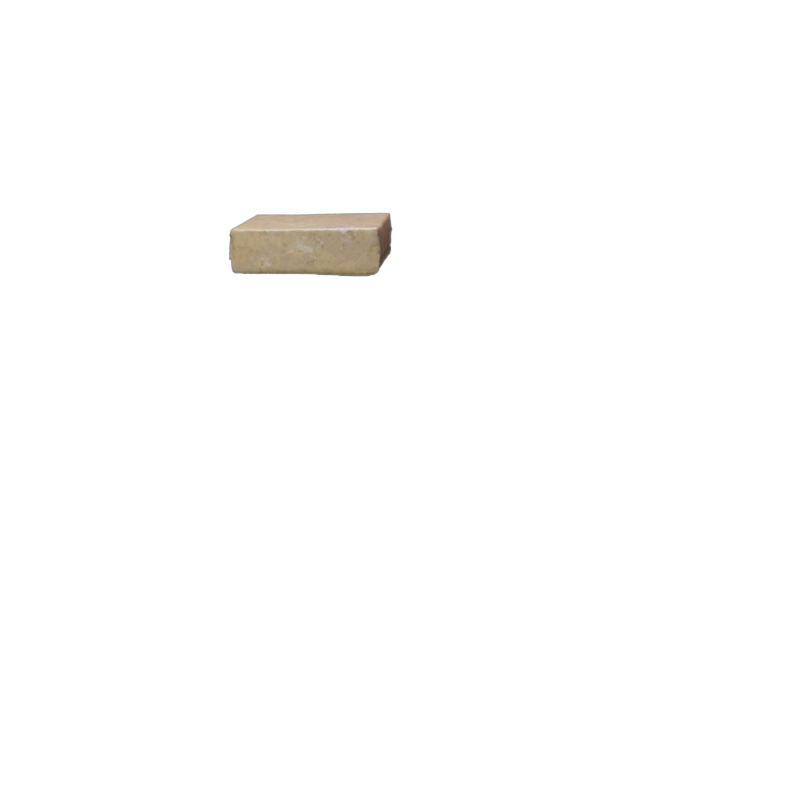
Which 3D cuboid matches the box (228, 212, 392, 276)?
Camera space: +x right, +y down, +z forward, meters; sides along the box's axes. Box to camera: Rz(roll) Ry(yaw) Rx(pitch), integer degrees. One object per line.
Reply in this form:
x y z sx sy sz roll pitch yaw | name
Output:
-0.067 -0.121 0.851 0.115 0.038 0.092 2 16 8 | box
